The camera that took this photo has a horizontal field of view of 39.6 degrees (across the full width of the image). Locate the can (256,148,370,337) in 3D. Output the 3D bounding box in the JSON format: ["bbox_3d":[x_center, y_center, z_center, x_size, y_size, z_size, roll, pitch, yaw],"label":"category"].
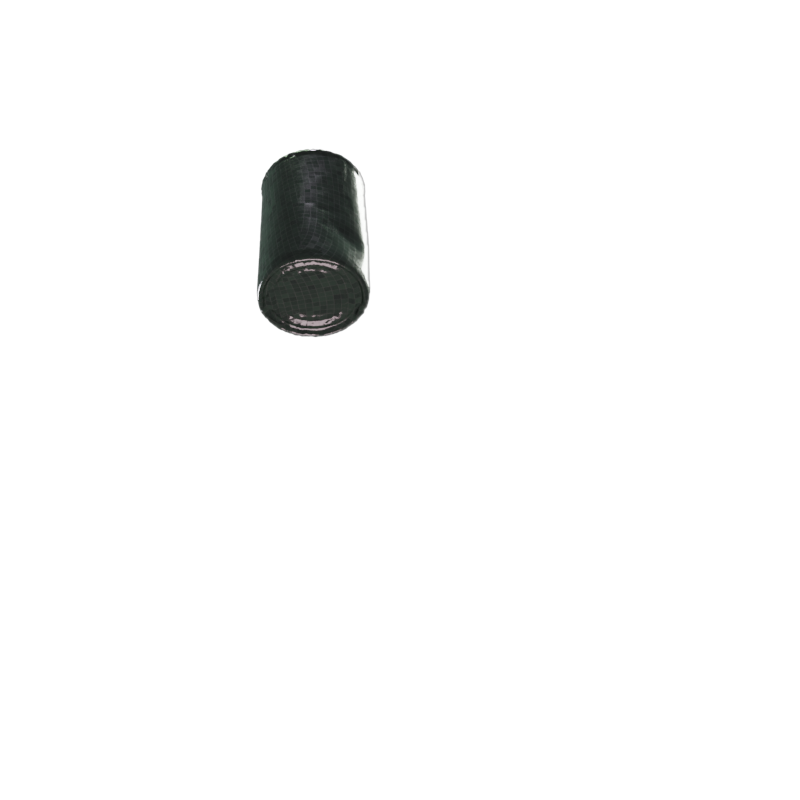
[{"bbox_3d":[-0.054,-0.098,0.685,0.068,0.110,0.064,-1,-44,-3],"label":"can"}]
